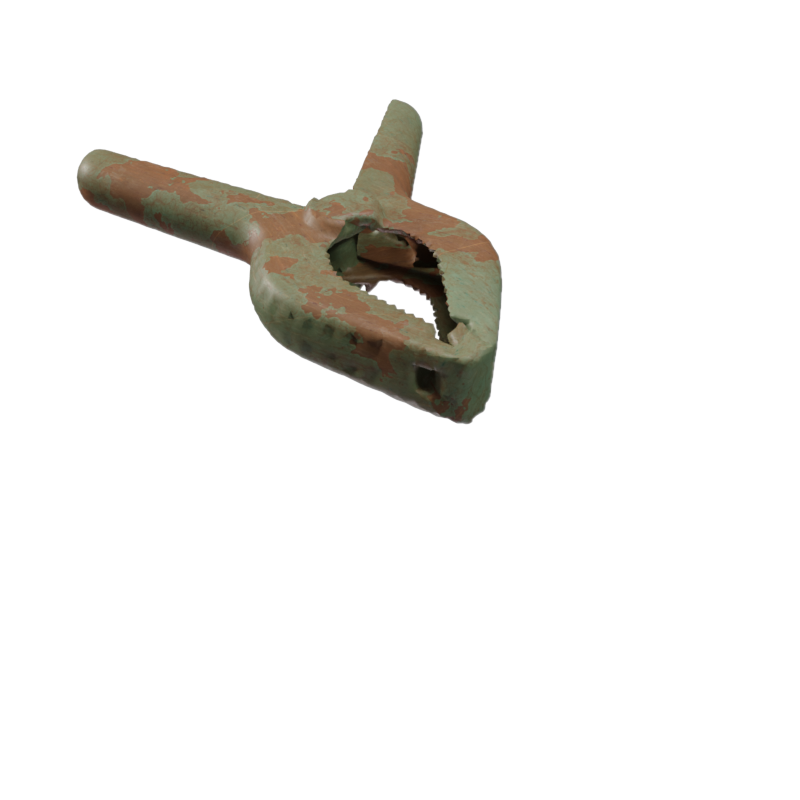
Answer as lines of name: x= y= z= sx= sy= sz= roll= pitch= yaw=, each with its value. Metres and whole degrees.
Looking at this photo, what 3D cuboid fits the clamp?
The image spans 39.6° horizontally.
clamp: x=-0.034 y=-0.062 z=0.436 sx=0.162 sy=0.034 sz=0.227 roll=-12 pitch=38 yaw=-16
